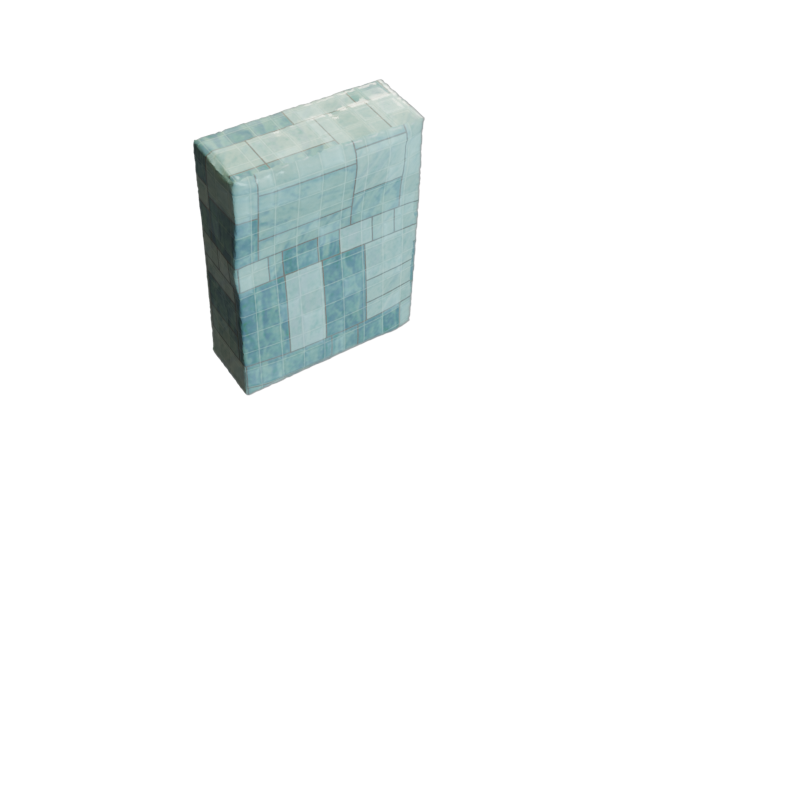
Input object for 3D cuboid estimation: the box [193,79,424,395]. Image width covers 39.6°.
[{"bbox_3d":[-0.068,-0.124,0.866,0.163,0.199,0.077,-24,50,-25],"label":"box"}]
